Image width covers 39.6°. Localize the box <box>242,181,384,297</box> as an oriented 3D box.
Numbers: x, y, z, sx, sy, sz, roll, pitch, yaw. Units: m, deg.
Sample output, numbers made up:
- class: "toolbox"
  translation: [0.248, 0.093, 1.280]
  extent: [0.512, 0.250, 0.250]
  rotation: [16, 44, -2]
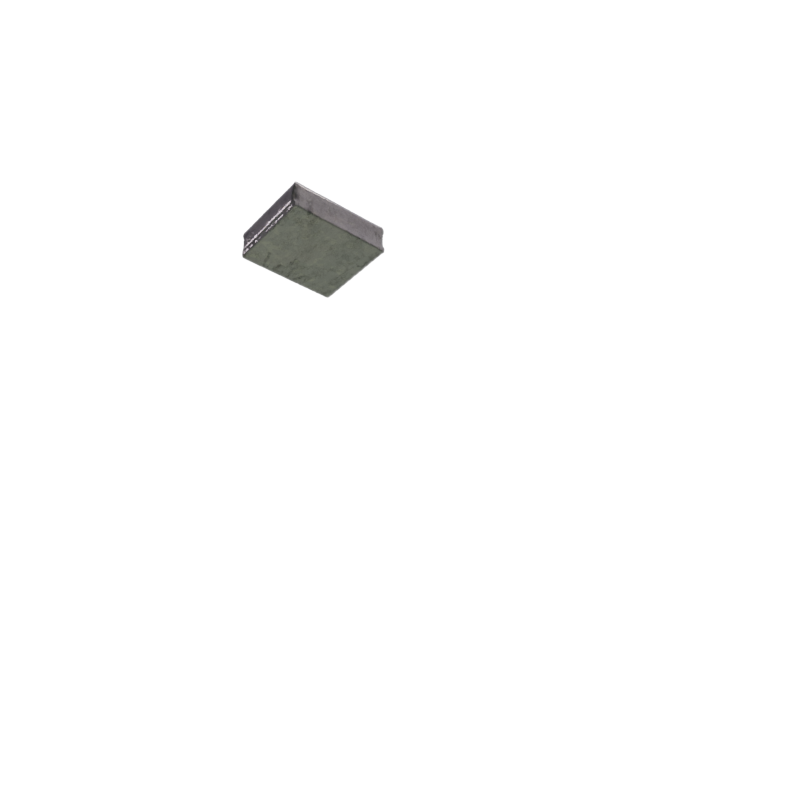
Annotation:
- class: "box"
  translation: [-0.069, -0.125, 0.878]
  extent: [0.085, 0.032, 0.072]
  rotation: [25, -45, -29]
